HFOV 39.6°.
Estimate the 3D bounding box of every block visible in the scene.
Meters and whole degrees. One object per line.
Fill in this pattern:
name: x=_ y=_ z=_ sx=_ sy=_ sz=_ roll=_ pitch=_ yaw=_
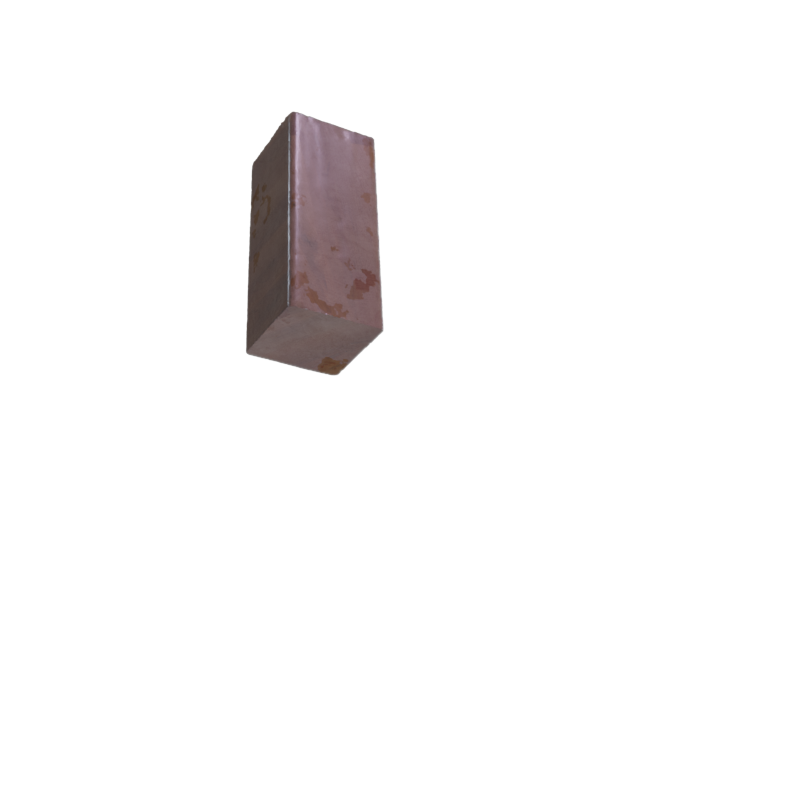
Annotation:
block: x=-0.078 y=-0.140 z=0.981 sx=0.086 sy=0.220 sz=0.088 roll=15 pitch=-36 yaw=-25
